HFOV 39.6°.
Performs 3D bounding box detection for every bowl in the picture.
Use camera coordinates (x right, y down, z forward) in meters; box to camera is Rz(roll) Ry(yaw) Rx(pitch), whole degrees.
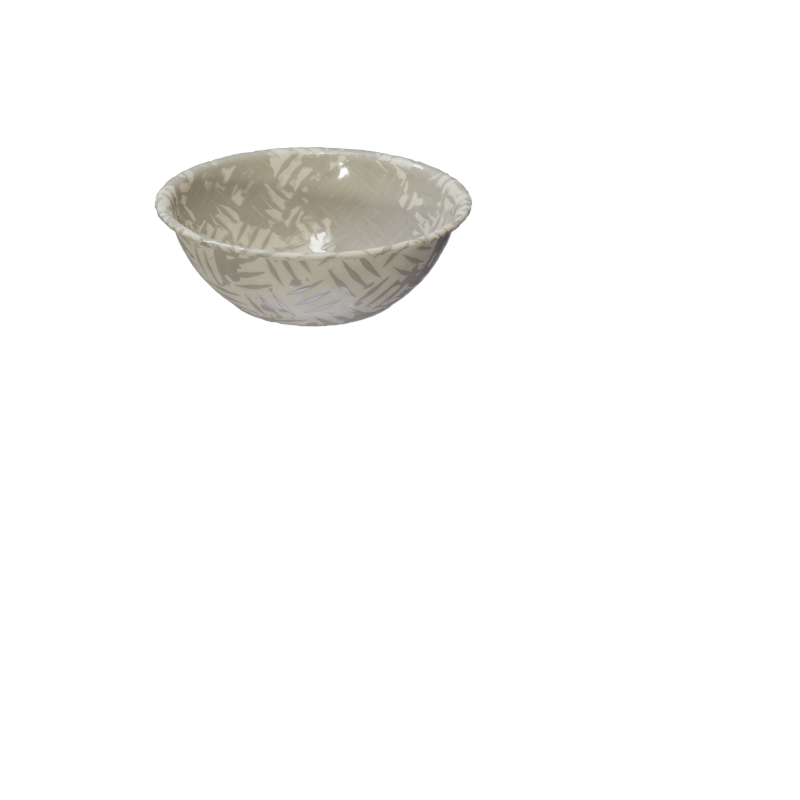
[{"bbox_3d":[-0.045,-0.082,0.578,0.162,0.052,0.171,-1,28,-2],"label":"bowl"}]
